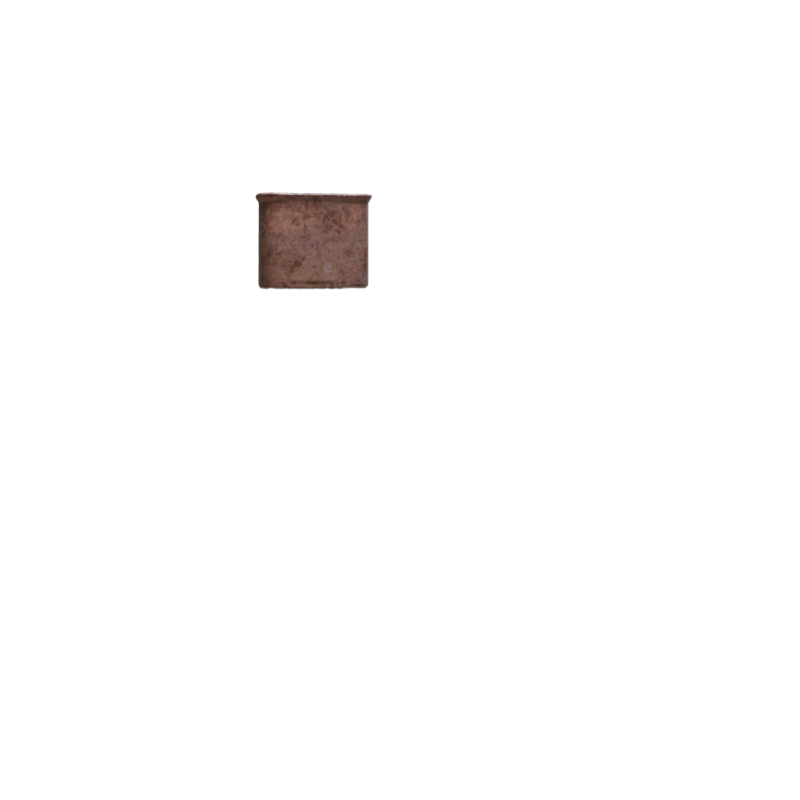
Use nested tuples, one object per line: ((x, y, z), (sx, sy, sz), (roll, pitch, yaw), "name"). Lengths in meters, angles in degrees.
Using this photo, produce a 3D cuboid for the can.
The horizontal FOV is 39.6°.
((-0.077, -0.141, 0.985), (0.101, 0.084, 0.058), (-1, 1, -10), "can")
